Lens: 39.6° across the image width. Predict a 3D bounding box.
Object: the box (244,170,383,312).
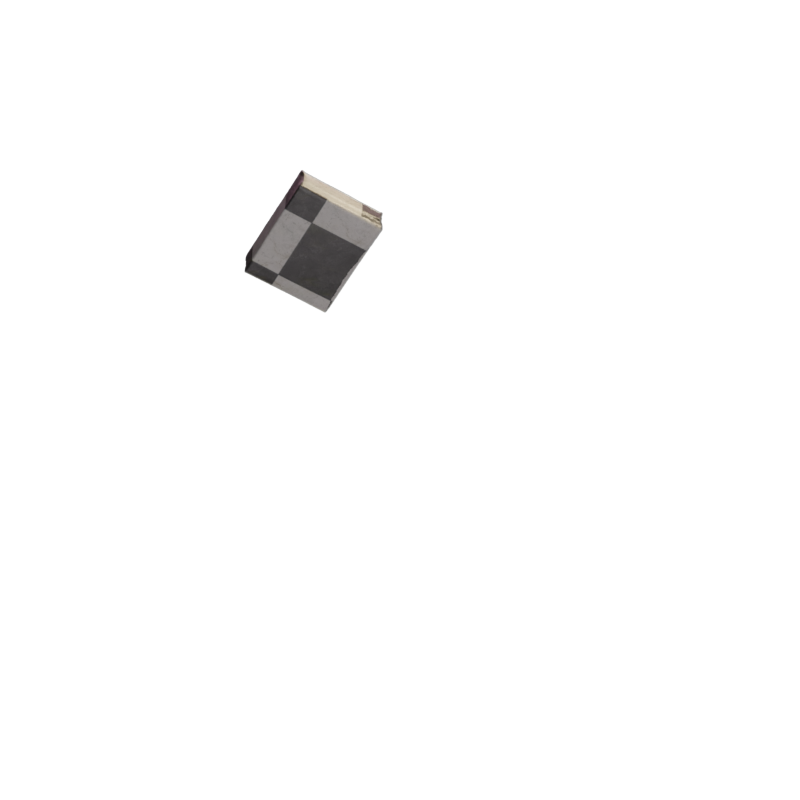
[{"bbox_3d":[-0.066,-0.121,0.845,0.071,0.087,0.032,28,26,-16],"label":"box"}]
